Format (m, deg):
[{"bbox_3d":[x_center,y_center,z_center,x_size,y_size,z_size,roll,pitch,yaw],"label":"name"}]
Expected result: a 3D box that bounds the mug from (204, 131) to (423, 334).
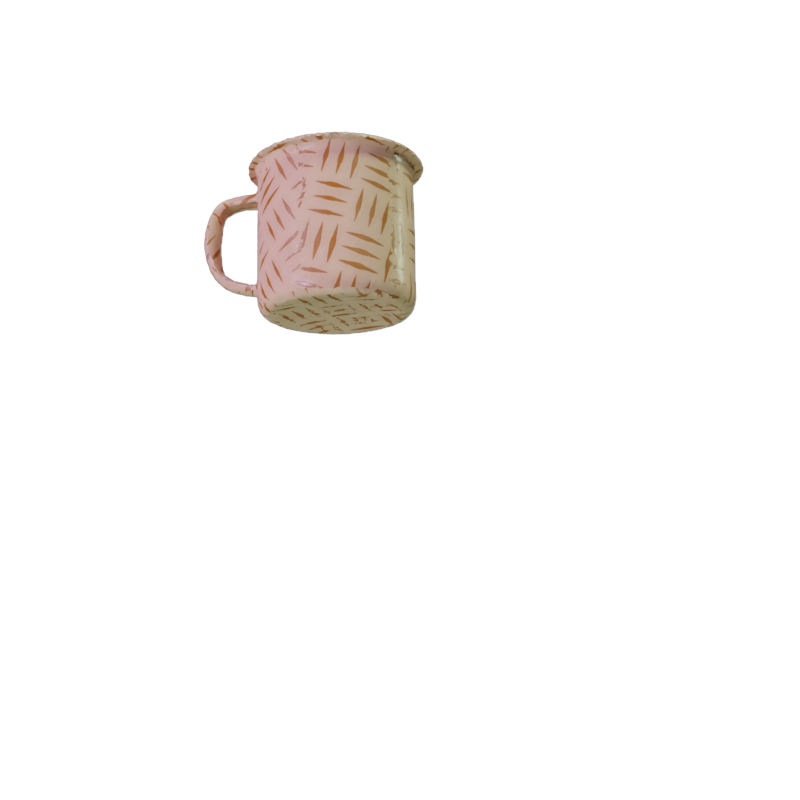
[{"bbox_3d":[-0.045,-0.083,0.579,0.118,0.085,0.089,-2,-16,6],"label":"mug"}]
